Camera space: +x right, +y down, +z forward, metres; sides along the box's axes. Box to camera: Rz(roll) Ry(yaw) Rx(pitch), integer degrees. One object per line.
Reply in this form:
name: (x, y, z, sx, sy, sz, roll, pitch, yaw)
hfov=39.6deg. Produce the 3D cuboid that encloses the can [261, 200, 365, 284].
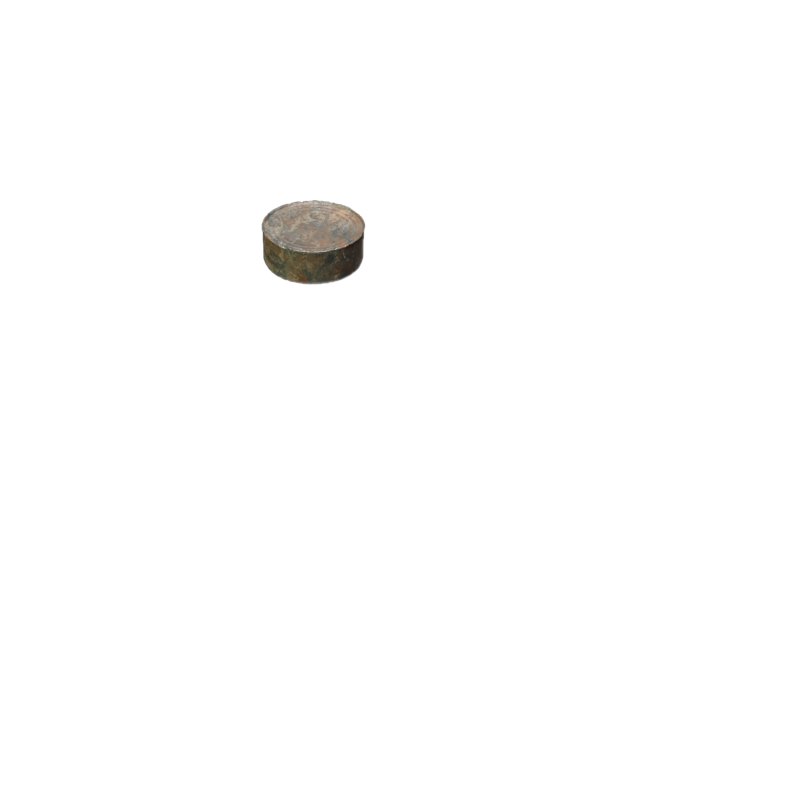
can: (-0.072, -0.132, 0.925, 0.086, 0.031, 0.092, -1, 36, -2)
